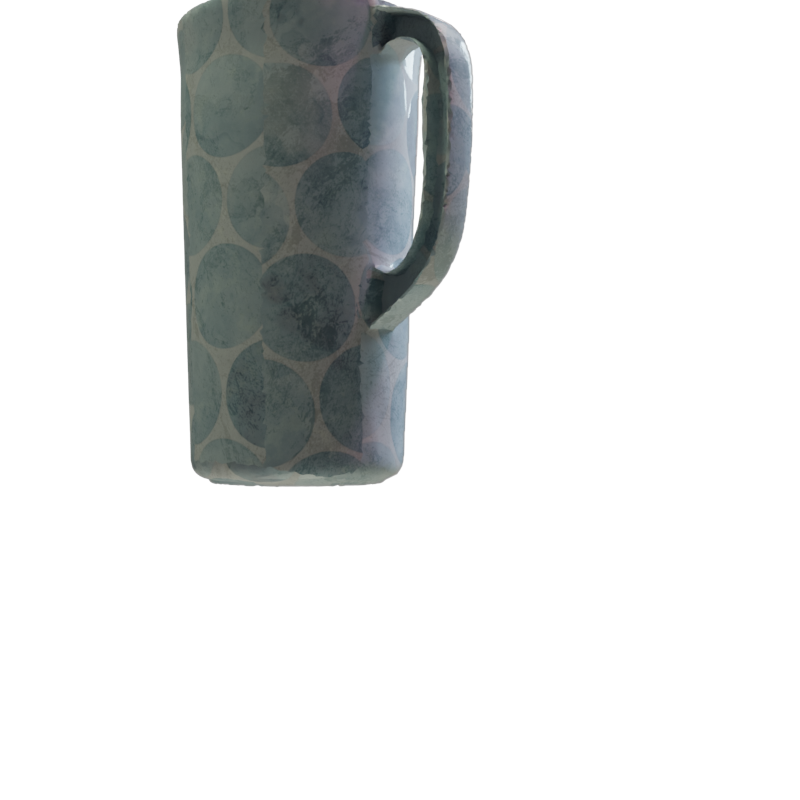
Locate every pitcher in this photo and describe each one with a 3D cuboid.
[{"bbox_3d":[-0.045,-0.081,0.570,0.144,0.248,0.147,0,-7,-5],"label":"pitcher"}]
